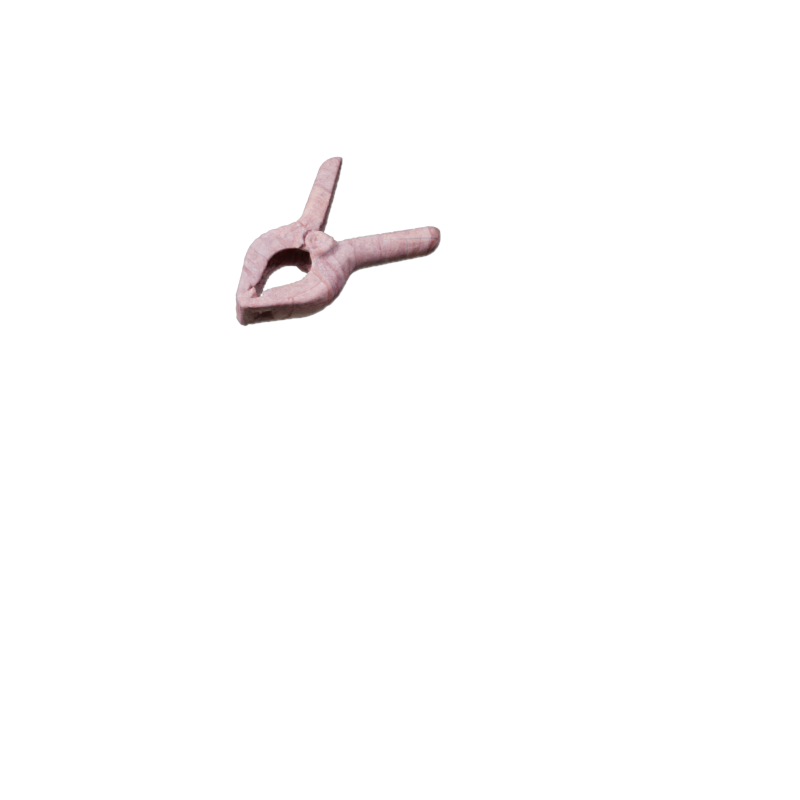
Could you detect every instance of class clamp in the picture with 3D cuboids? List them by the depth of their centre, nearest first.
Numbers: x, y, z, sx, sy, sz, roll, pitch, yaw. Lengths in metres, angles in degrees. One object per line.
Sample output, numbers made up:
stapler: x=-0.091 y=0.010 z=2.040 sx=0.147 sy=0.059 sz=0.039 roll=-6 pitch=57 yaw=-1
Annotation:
clamp: x=-0.067 y=-0.123 z=0.861 sx=0.171 sy=0.036 sz=0.129 roll=-31 pitch=56 yaw=-24
